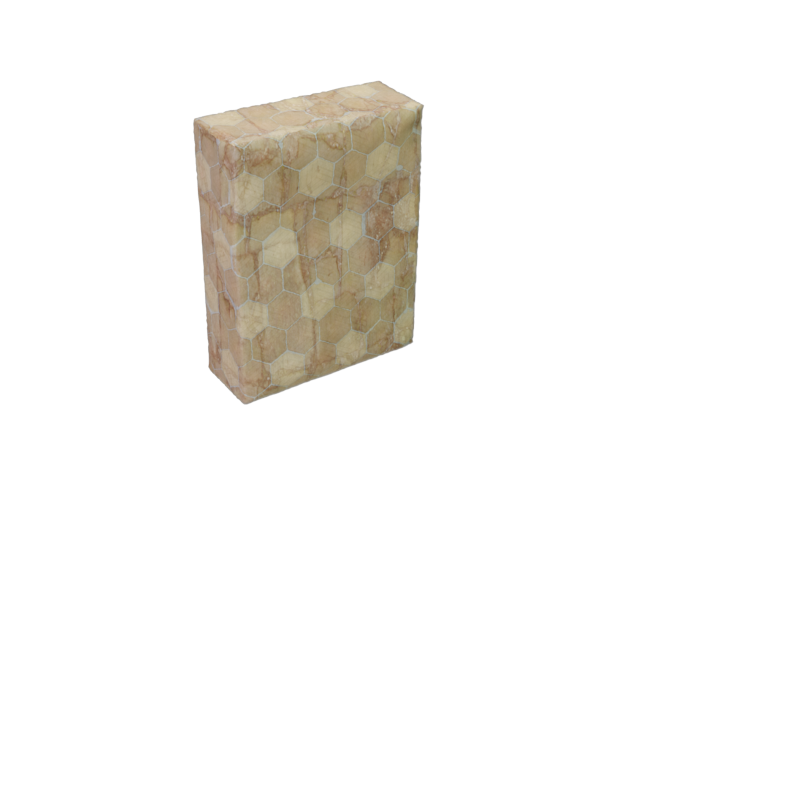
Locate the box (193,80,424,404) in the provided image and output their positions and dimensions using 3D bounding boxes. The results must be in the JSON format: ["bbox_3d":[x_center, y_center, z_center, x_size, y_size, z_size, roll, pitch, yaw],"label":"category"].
[{"bbox_3d":[-0.067,-0.121,0.850,0.162,0.201,0.077,-18,35,-29],"label":"box"}]
